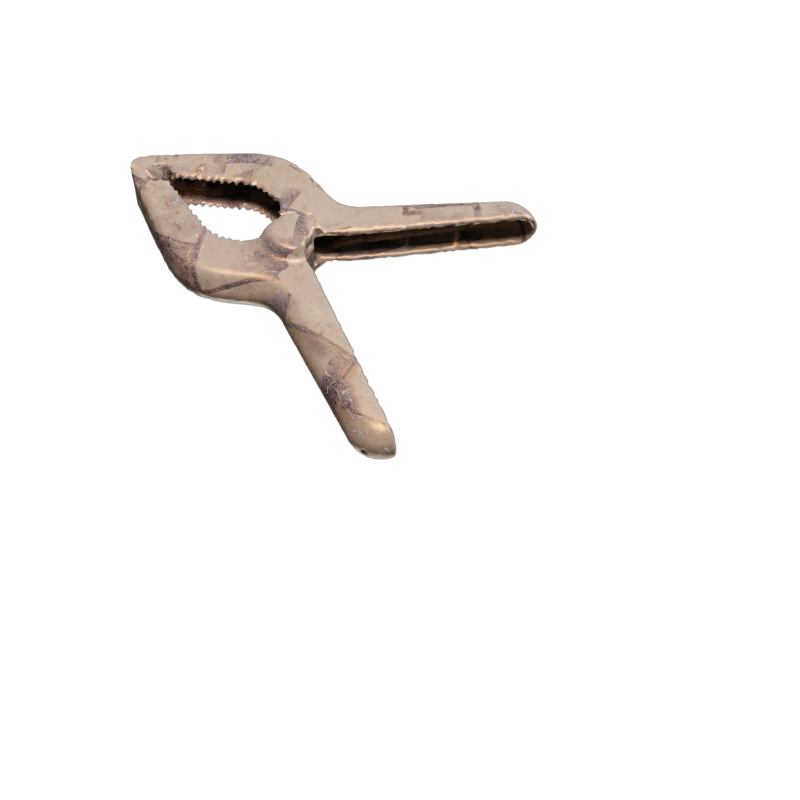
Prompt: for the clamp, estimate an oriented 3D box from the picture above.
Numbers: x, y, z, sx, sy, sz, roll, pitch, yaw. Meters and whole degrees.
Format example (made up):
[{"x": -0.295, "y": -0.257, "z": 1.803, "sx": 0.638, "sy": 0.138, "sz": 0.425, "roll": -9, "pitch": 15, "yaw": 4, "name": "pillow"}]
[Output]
[{"x": -0.045, "y": -0.082, "z": 0.573, "sx": 0.221, "sy": 0.168, "sz": 0.034, "roll": 31, "pitch": -31, "yaw": 22, "name": "clamp"}]
